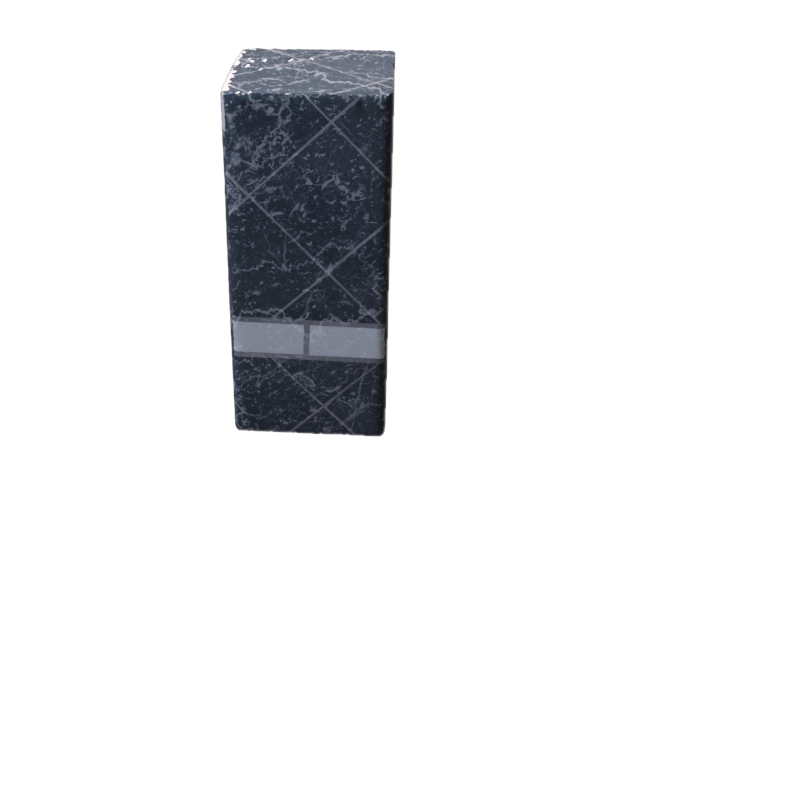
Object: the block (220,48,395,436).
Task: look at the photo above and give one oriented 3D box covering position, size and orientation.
[{"bbox_3d":[-0.051,-0.091,0.641,0.091,0.195,0.095,3,27,1],"label":"block"}]
